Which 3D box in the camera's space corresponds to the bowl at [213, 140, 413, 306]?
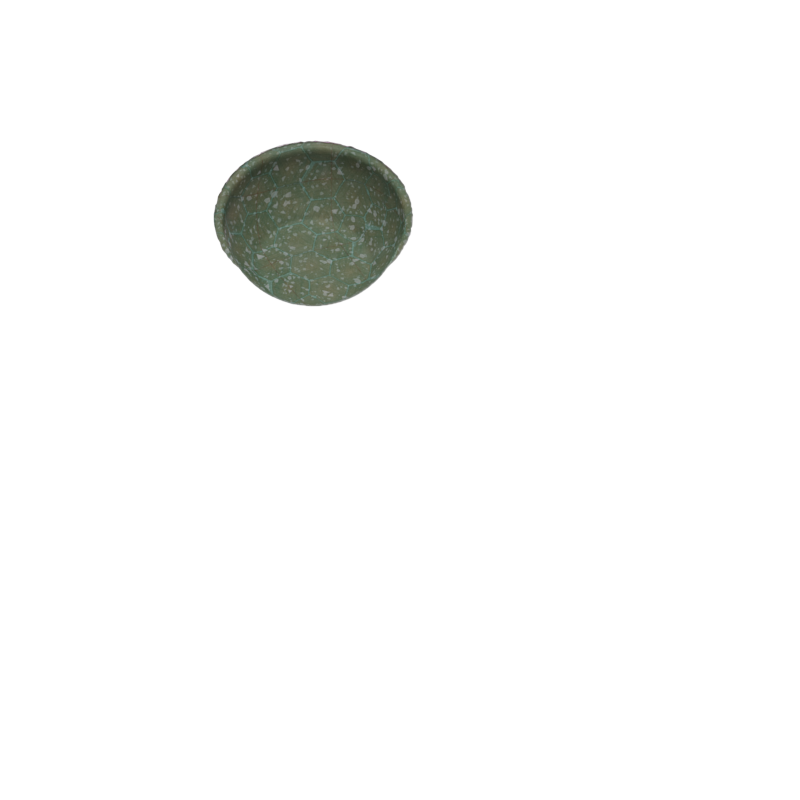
[{"bbox_3d":[-0.069,-0.126,0.883,0.162,0.059,0.151,1,-45,-1],"label":"bowl"}]
